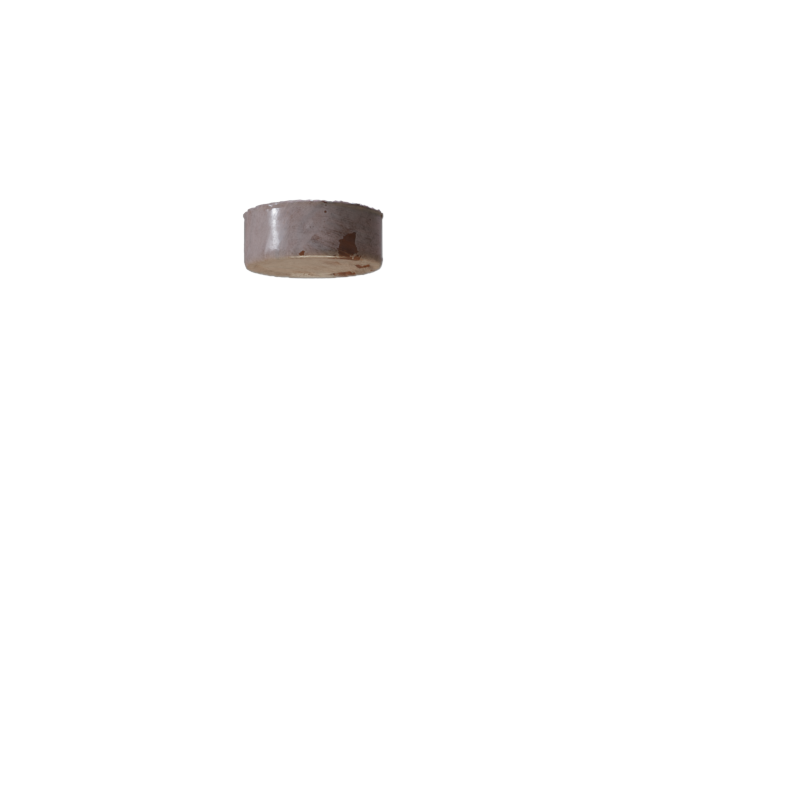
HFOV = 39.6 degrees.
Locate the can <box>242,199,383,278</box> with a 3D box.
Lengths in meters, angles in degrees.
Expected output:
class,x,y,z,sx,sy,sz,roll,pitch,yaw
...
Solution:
class,x,y,z,sx,sy,sz,roll,pitch,yaw
can,-0.053,-0.096,0.674,0.086,0.034,0.085,0,-4,-2
